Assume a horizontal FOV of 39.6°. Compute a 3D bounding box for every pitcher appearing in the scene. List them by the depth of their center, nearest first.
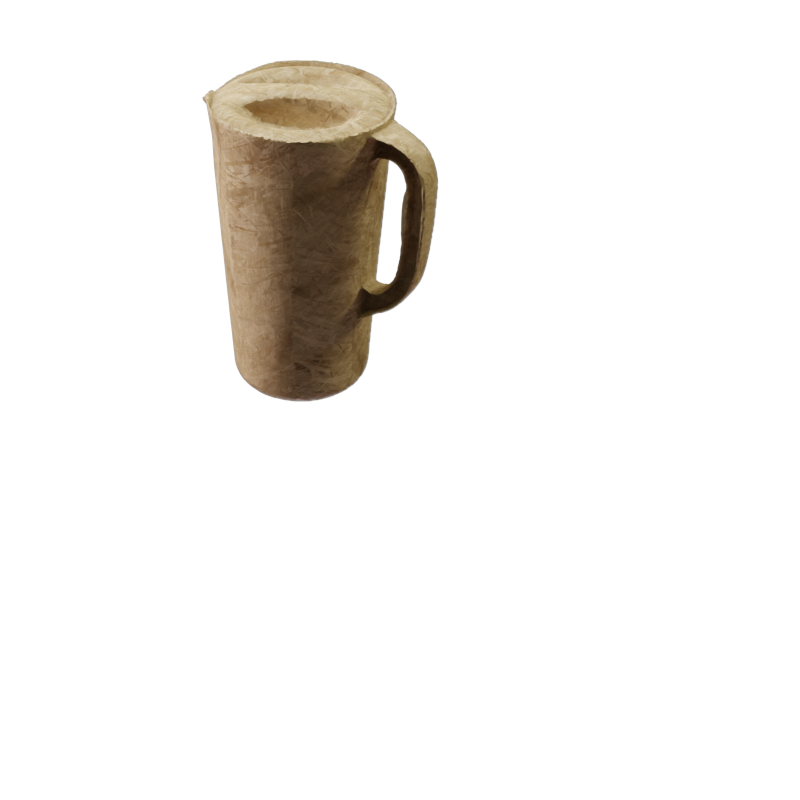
[{"bbox_3d":[-0.065,-0.118,0.826,0.143,0.227,0.161,-8,37,-13],"label":"pitcher"}]
